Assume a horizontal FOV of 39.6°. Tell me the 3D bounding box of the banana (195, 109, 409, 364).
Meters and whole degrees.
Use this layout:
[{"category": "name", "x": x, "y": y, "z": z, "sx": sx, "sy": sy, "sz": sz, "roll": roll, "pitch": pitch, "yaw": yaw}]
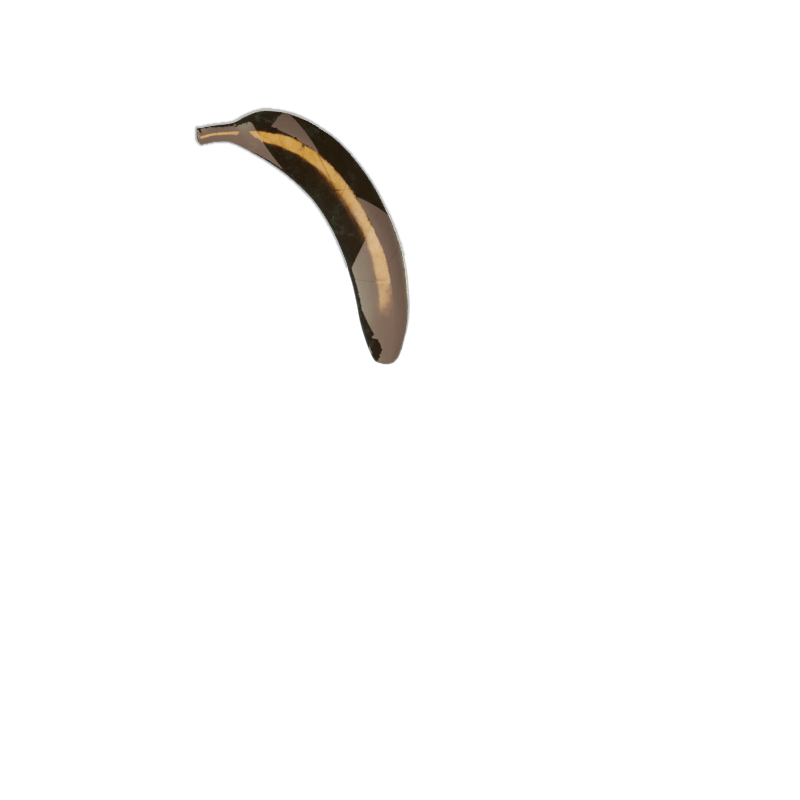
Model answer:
[{"category": "banana", "x": -0.043, "y": -0.114, "z": 0.701, "sx": 0.069, "sy": 0.191, "sz": 0.038, "roll": -37, "pitch": 13, "yaw": 10}]
